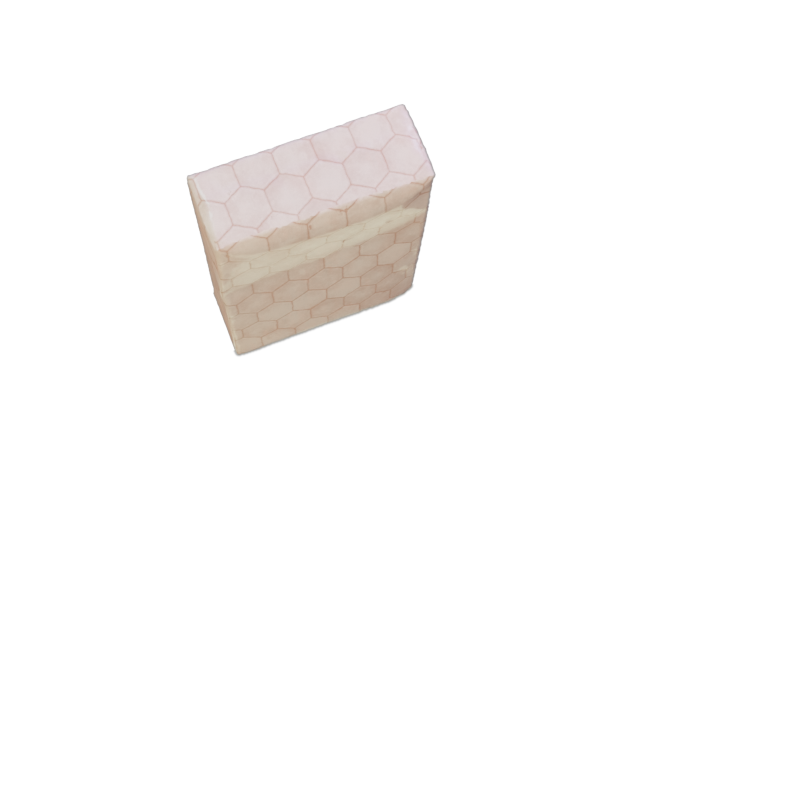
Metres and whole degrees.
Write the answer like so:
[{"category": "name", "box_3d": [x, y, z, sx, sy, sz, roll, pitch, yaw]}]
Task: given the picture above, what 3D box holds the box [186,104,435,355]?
[{"category": "box", "box_3d": [-0.067, -0.121, 0.851, 0.163, 0.075, 0.204, -21, -15, -10]}]
